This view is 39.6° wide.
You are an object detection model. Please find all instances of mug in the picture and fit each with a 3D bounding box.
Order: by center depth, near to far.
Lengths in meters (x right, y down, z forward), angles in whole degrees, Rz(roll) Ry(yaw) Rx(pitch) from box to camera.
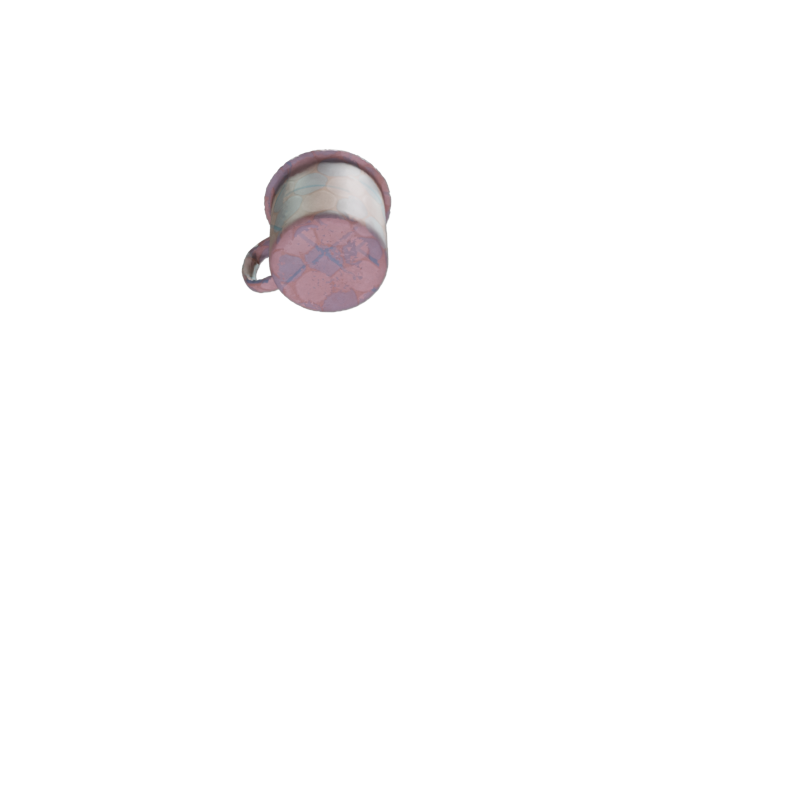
[{"bbox_3d":[-0.061,-0.111,0.780,0.117,0.087,0.087,-23,35,16],"label":"mug"}]
